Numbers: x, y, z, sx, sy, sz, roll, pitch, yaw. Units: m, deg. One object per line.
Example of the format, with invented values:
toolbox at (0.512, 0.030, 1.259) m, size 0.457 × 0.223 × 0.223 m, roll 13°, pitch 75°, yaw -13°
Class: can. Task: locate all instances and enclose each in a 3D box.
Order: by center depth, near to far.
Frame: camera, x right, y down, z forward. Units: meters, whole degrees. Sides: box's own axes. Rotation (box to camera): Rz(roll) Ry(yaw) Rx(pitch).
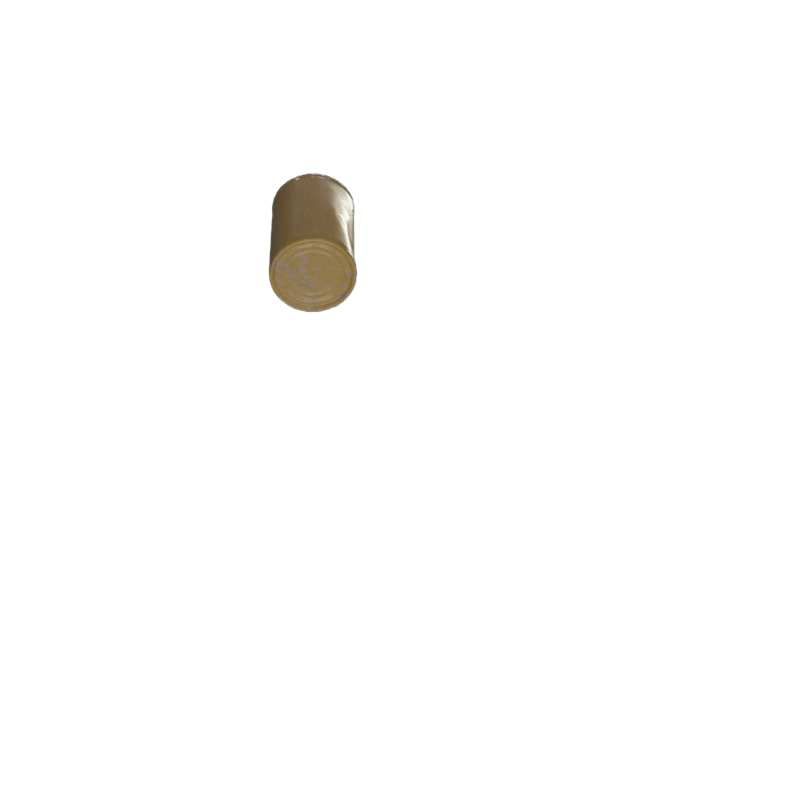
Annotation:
can at (-0.068, -0.123, 0.864) m, size 0.068 × 0.064 × 0.109 m, roll -1°, pitch 36°, yaw -3°
